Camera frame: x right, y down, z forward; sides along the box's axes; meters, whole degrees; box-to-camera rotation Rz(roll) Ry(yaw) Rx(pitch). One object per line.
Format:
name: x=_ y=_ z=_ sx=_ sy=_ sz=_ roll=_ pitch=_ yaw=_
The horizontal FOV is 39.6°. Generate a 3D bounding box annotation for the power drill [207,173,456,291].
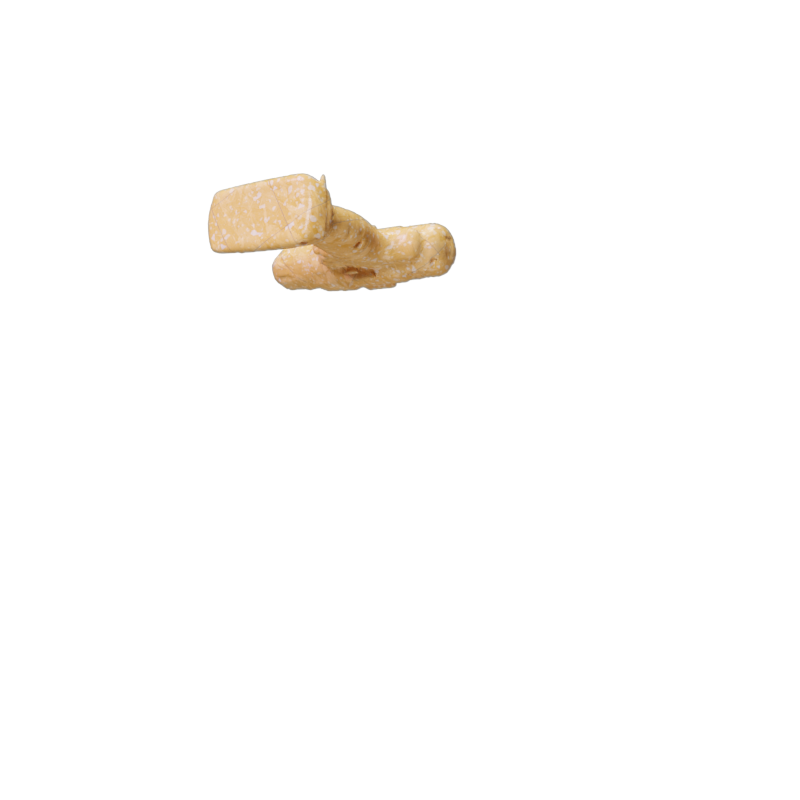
power drill: x=-0.073 y=-0.132 z=0.927 sx=0.189 sy=0.059 sz=0.178 roll=-5 pitch=-9 yaw=34
